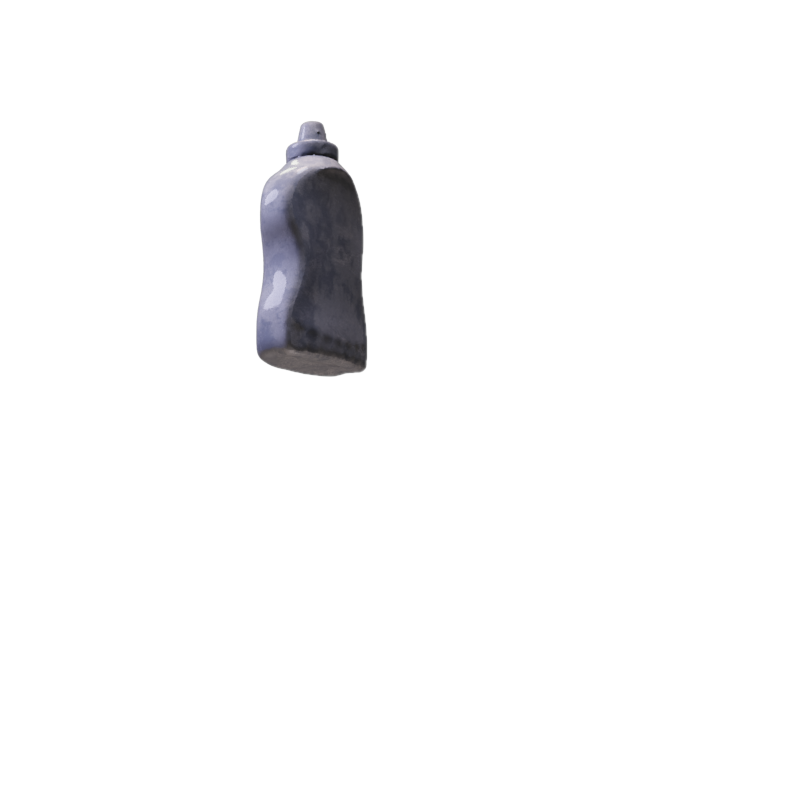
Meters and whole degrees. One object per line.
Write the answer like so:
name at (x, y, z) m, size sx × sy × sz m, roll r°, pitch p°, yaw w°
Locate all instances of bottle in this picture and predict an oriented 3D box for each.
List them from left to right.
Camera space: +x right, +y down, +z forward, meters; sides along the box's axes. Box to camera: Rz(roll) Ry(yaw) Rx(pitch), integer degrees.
bottle at (-0.066, -0.119, 0.833) m, size 0.059 × 0.200 × 0.090 m, roll -14°, pitch -20°, yaw 37°
